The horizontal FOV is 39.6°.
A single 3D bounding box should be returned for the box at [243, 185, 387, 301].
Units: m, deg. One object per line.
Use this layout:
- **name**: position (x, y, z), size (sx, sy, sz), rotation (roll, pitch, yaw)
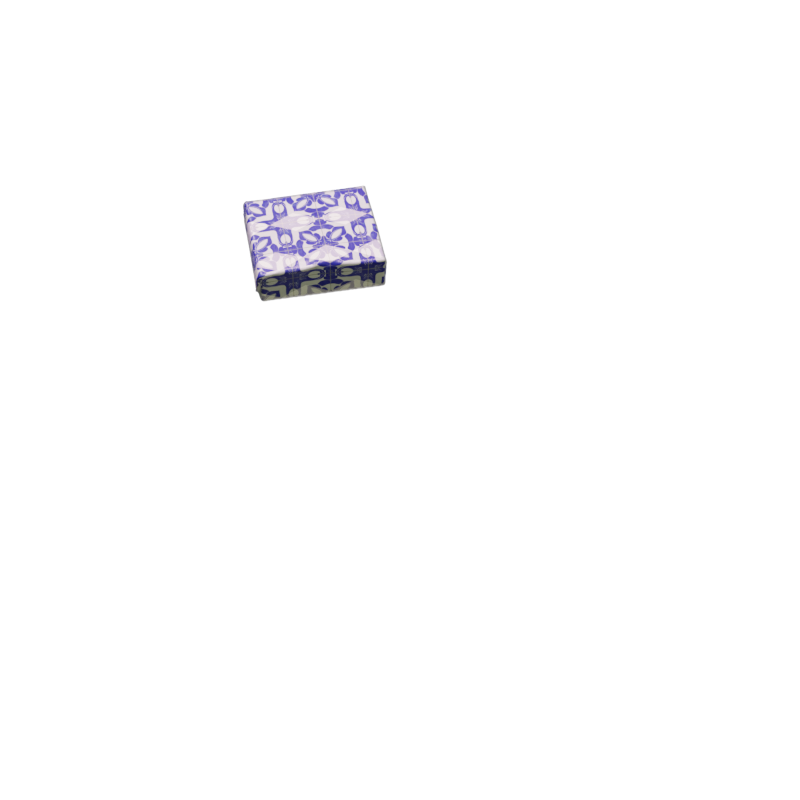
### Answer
- **box**: position (-0.060, -0.109, 0.764), size (0.089, 0.079, 0.028), rotation (-8, -39, -7)
